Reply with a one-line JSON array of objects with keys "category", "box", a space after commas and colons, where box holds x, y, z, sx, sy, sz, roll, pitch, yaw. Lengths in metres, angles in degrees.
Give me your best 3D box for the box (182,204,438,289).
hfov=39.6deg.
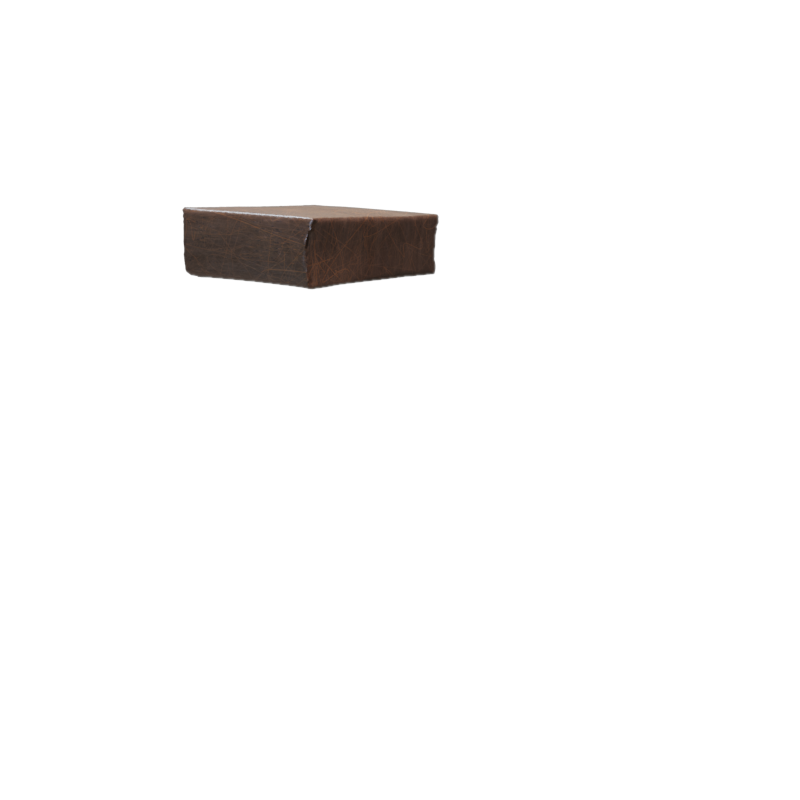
[{"category": "box", "box": [-0.047, -0.085, 0.595, 0.094, 0.038, 0.111, 9, 15, 36]}]
